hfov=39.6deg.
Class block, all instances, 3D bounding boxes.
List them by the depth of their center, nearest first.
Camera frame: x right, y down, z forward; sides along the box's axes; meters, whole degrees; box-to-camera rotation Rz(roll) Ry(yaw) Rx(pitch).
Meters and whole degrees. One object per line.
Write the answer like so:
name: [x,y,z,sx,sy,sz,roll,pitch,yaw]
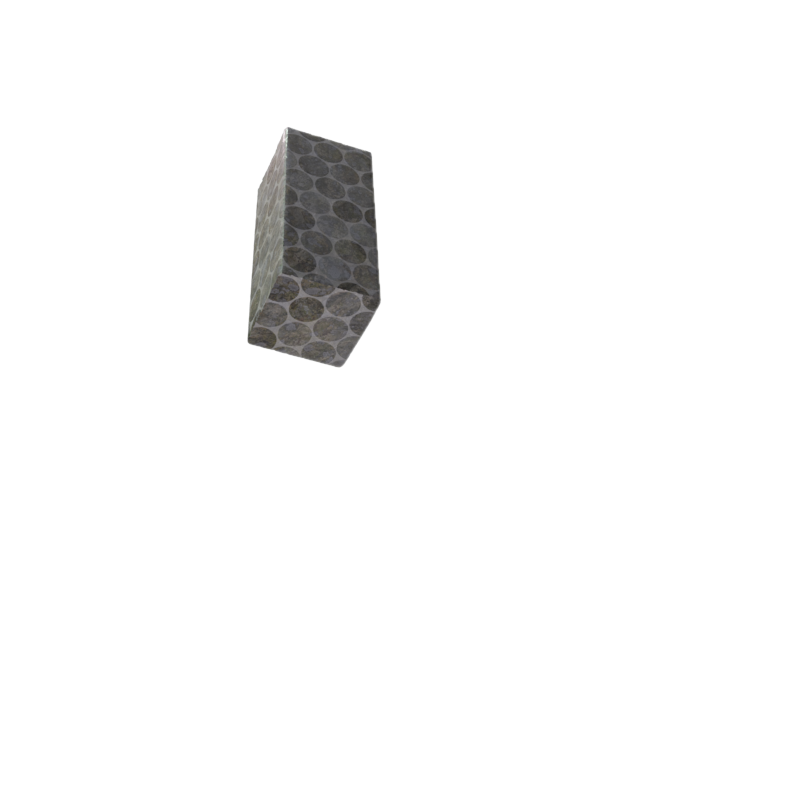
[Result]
block: [-0.078,-0.142,1.000,0.088,0.221,0.086,14,-48,-18]
